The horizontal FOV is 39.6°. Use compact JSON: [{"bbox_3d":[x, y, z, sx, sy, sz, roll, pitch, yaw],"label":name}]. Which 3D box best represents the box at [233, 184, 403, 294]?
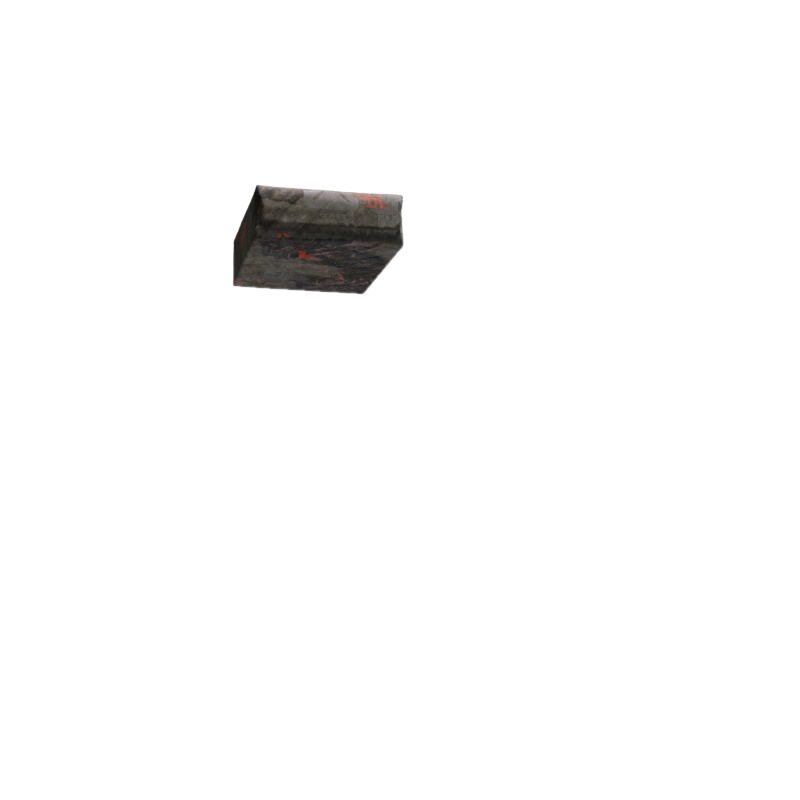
[{"bbox_3d":[-0.044,-0.080,0.563,0.072,0.031,0.088,3,-12,-13],"label":"box"}]
